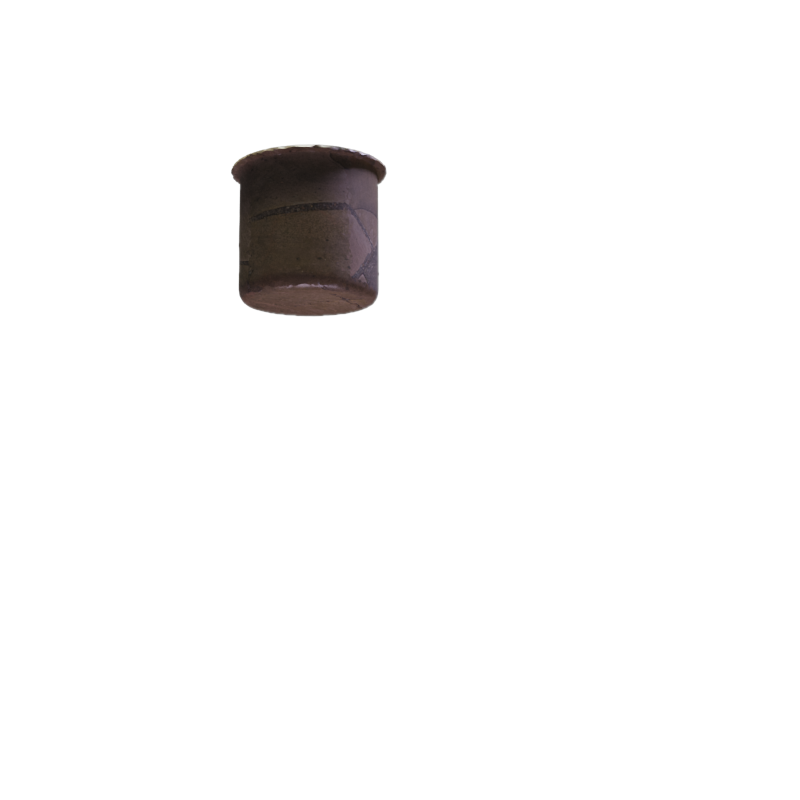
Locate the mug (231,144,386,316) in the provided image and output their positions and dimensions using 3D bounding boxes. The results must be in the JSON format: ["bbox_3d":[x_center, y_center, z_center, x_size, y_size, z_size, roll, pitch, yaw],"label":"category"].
[{"bbox_3d":[-0.052,-0.095,0.664,0.094,0.084,0.112,-2,-11,10],"label":"mug"}]
